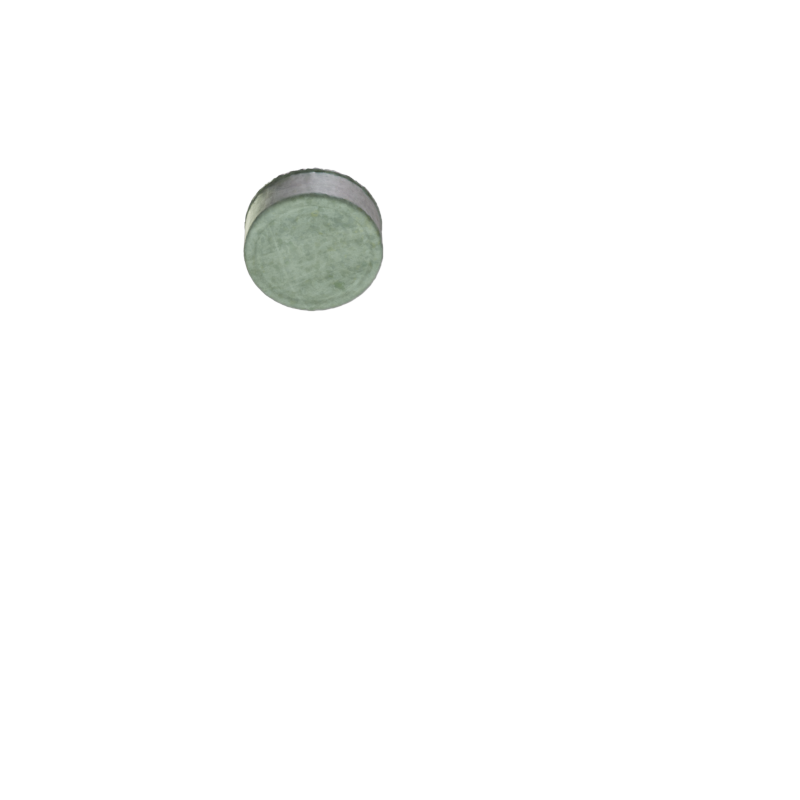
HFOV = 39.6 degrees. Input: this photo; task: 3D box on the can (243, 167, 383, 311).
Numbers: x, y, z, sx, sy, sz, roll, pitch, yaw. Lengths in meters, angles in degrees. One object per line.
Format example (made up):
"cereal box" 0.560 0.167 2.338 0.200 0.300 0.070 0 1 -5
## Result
"can" -0.053 -0.097 0.677 0.086 0.080 0.036 1 37 -1
